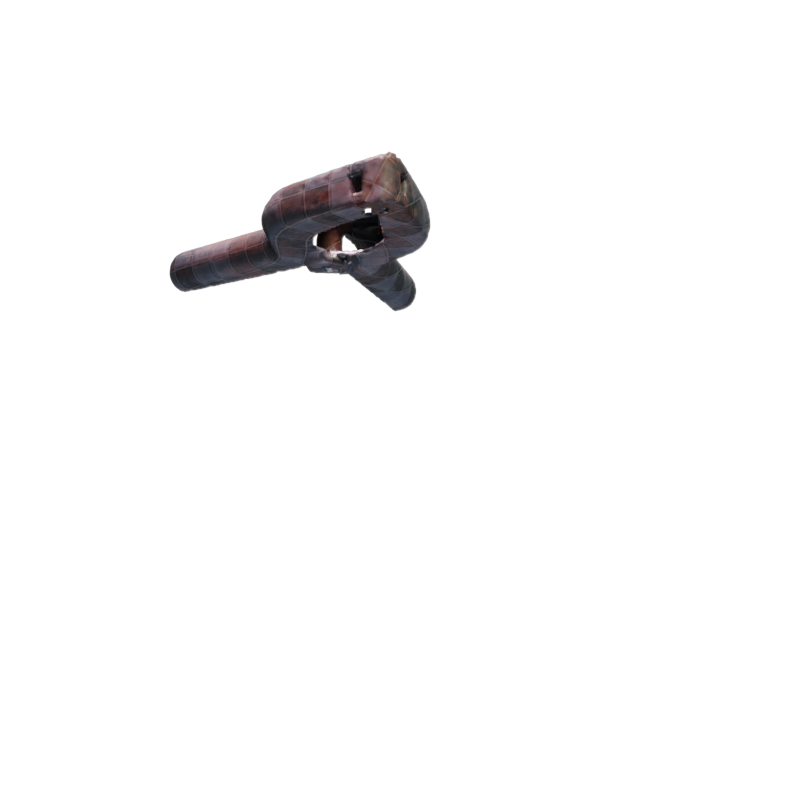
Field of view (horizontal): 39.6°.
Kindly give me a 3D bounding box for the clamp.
[{"bbox_3d":[-0.051,-0.093,0.651,0.162,0.038,0.205,2,-12,-11],"label":"clamp"}]
